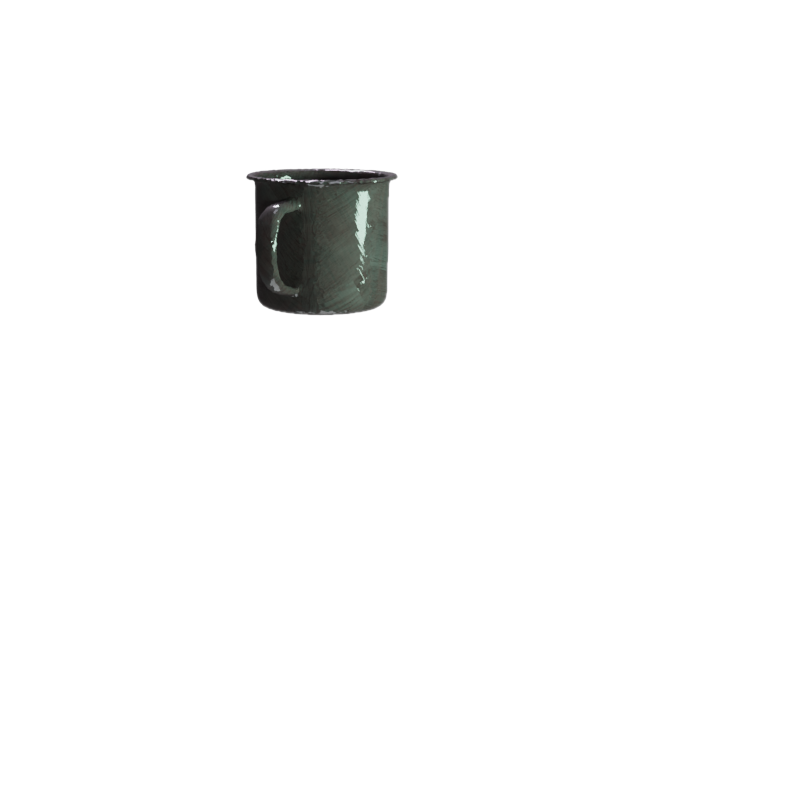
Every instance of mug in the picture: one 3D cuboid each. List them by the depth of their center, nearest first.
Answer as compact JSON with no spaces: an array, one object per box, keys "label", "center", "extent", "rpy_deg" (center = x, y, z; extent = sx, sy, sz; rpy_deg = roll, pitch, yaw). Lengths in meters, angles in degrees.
[{"label":"mug","center":[-0.053,-0.096,0.675],"extent":[0.096,0.079,0.116],"rpy_deg":[6,14,22]}]
